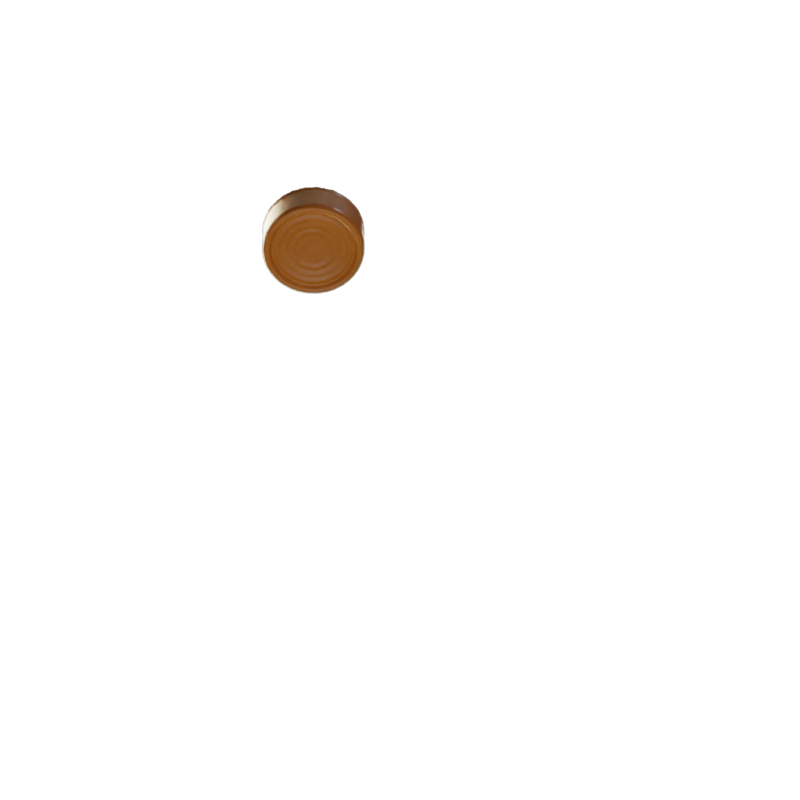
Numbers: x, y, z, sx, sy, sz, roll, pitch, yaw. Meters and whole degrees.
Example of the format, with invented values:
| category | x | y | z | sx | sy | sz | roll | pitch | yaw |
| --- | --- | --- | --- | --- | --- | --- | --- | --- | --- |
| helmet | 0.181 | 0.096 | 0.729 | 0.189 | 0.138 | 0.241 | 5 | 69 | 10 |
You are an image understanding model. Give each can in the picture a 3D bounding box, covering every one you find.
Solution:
| category | x | y | z | sx | sy | sz | roll | pitch | yaw |
| --- | --- | --- | --- | --- | --- | --- | --- | --- | --- |
| can | -0.072 | -0.131 | 0.916 | 0.086 | 0.081 | 0.036 | 1 | 34 | -1 |
